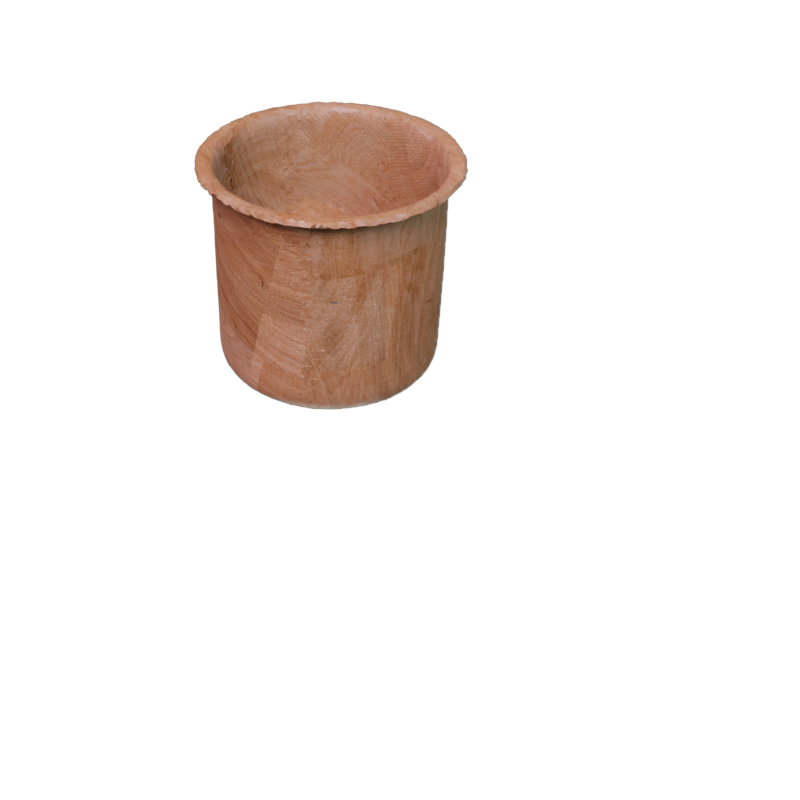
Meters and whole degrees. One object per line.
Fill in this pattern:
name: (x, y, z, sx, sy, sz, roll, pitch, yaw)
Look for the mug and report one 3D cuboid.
mug: (-0.032, -0.058, 0.407, 0.092, 0.076, 0.126, -19, 40, -26)
